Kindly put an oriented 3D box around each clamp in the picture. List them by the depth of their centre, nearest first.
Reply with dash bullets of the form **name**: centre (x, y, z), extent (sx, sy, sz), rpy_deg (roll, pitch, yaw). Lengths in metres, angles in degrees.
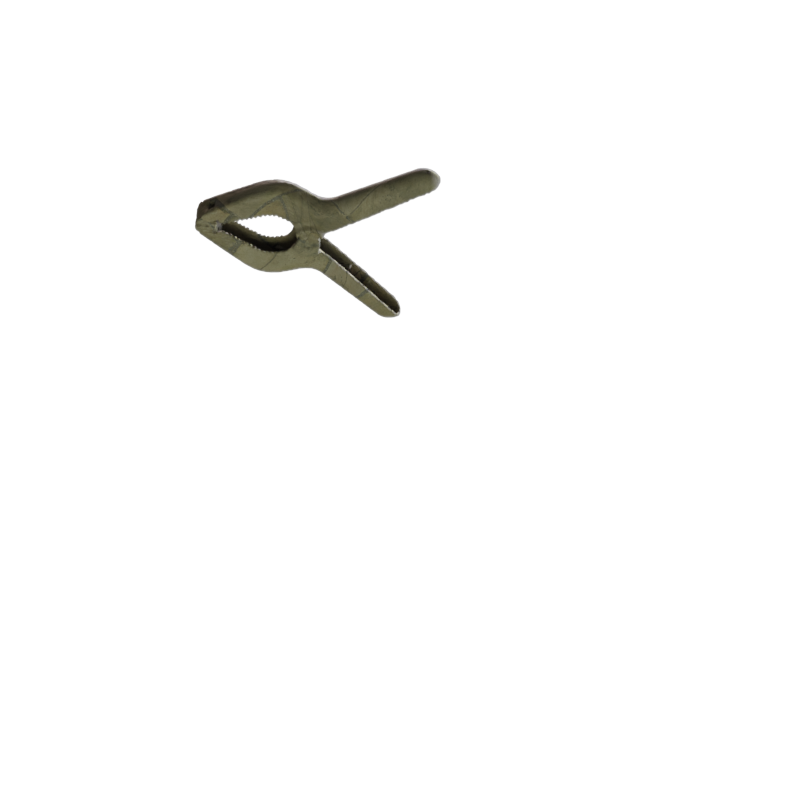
- **clamp**: centre (-0.078, -0.142, 0.995), extent (0.209, 0.154, 0.039), rpy_deg (3, 40, -3)
